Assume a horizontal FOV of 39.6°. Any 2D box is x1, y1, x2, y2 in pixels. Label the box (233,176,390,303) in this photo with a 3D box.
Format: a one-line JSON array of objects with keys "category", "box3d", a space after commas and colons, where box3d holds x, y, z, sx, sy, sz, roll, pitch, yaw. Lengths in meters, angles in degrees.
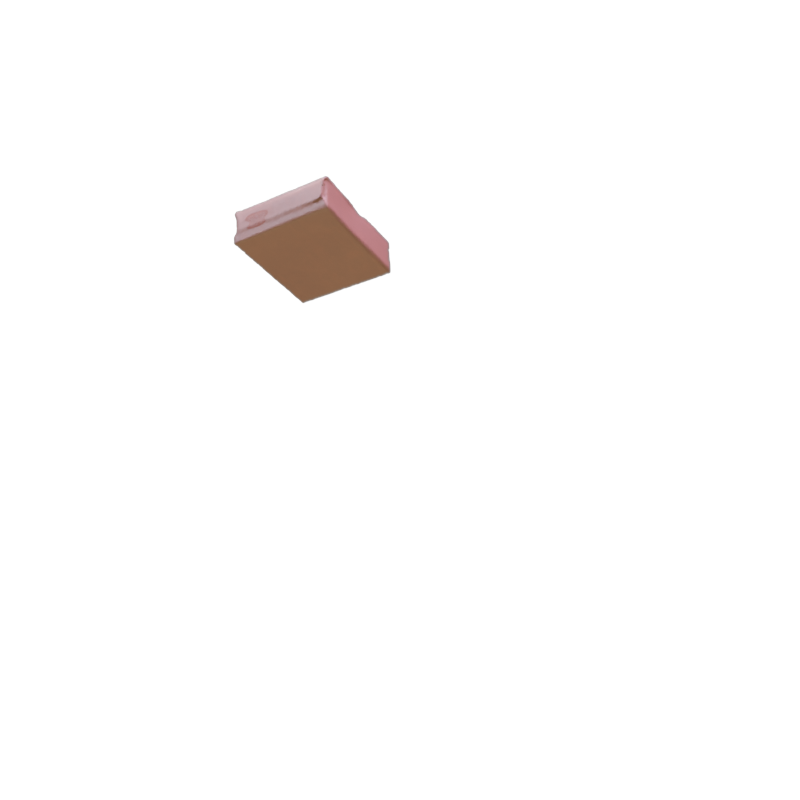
[{"category": "box", "box3d": [-0.059, -0.108, 0.757, 0.074, 0.032, 0.083, -18, -36, 25]}]
